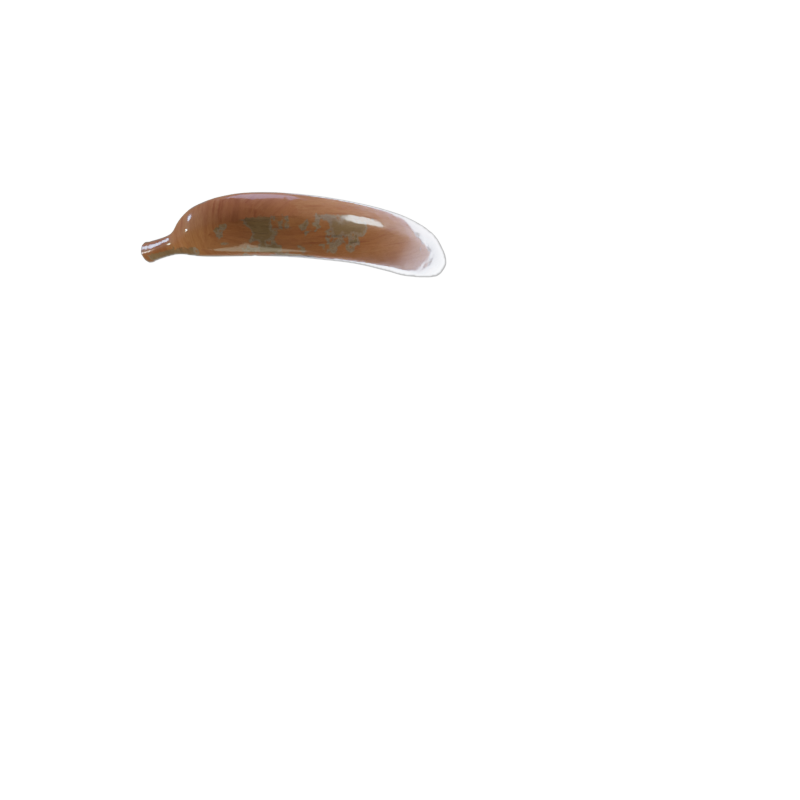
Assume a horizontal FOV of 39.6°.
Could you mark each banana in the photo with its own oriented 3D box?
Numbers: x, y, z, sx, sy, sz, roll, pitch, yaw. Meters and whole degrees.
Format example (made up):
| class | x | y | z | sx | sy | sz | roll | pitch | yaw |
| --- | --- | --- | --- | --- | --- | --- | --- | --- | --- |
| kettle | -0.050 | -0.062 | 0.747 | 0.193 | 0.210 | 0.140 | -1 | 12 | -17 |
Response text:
| class | x | y | z | sx | sy | sz | roll | pitch | yaw |
| --- | --- | --- | --- | --- | --- | --- | --- | --- | --- |
| banana | -0.046 | -0.096 | 0.646 | 0.191 | 0.037 | 0.070 | 2 | -6 | -25 |
